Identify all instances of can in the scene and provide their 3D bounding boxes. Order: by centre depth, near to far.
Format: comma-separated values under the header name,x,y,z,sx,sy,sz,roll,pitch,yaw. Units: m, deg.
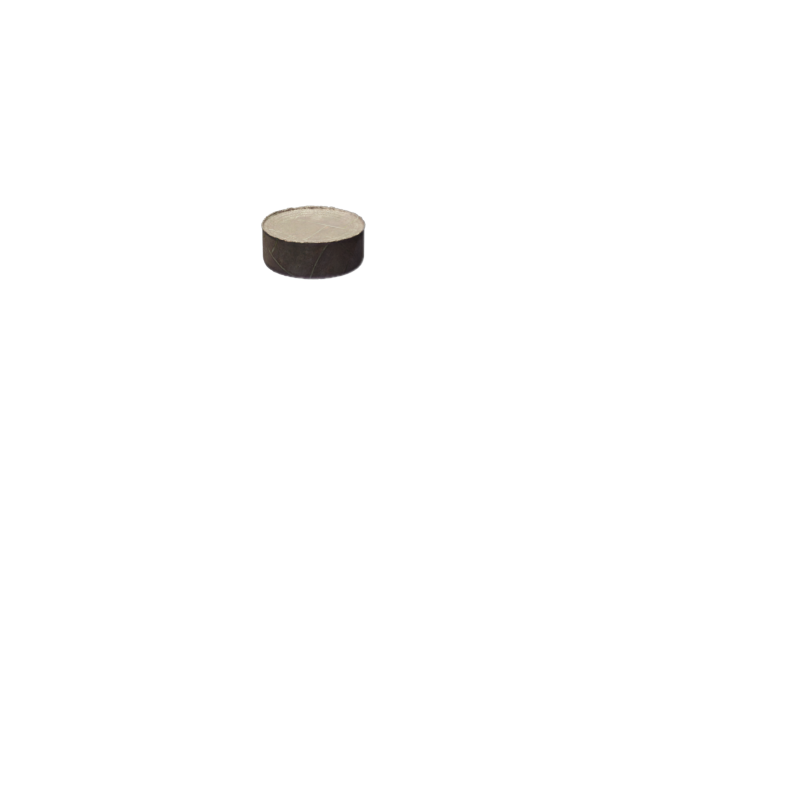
name,x,y,z,sx,sy,sz,roll,pitch,yaw
can,-0.072,-0.131,0.915,0.086,0.032,0.091,-1,28,-2
